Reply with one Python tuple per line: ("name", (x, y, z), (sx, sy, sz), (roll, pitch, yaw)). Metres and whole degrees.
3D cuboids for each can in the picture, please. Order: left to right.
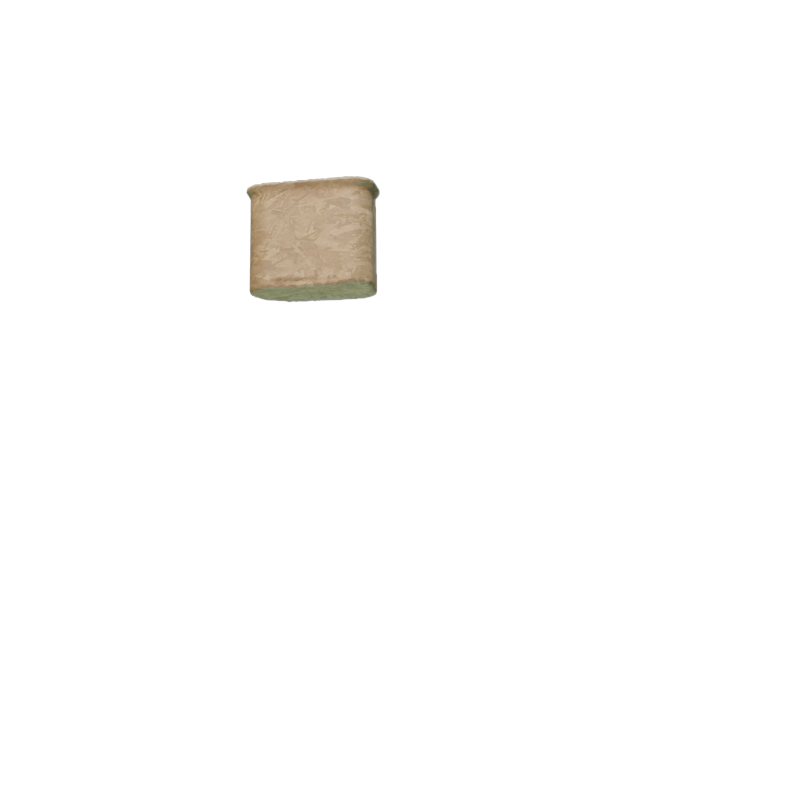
("can", (-0.067, -0.122, 0.858), (0.103, 0.087, 0.055), (-3, -13, 12))
